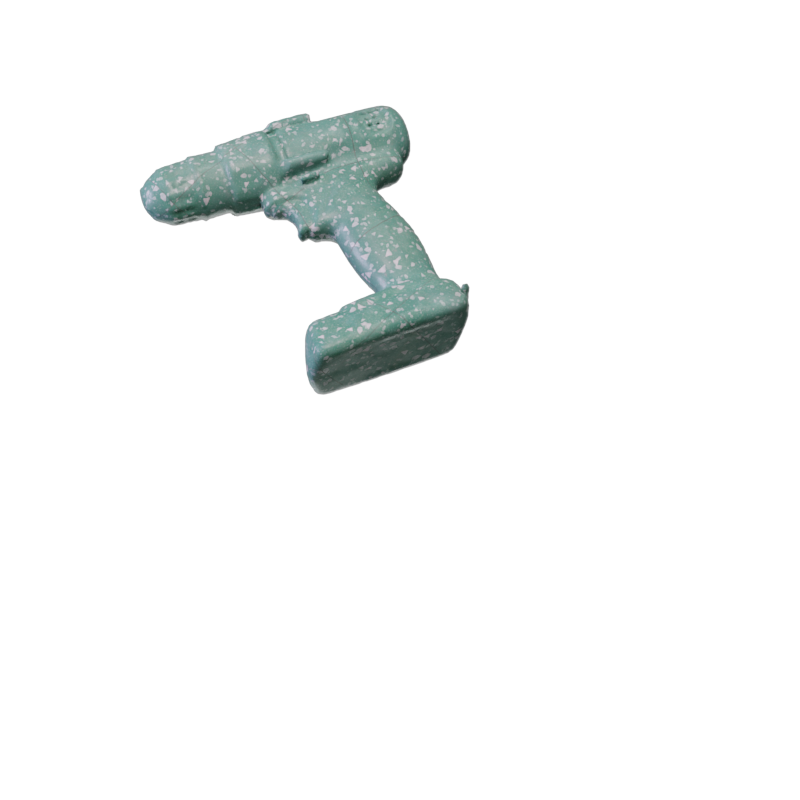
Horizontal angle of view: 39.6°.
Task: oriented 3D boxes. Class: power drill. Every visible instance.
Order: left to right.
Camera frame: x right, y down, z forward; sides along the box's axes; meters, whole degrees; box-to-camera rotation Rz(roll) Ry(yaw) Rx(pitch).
[{"bbox_3d":[-0.055,-0.100,0.700,0.183,0.202,0.054,-19,-31,-12],"label":"power drill"}]
